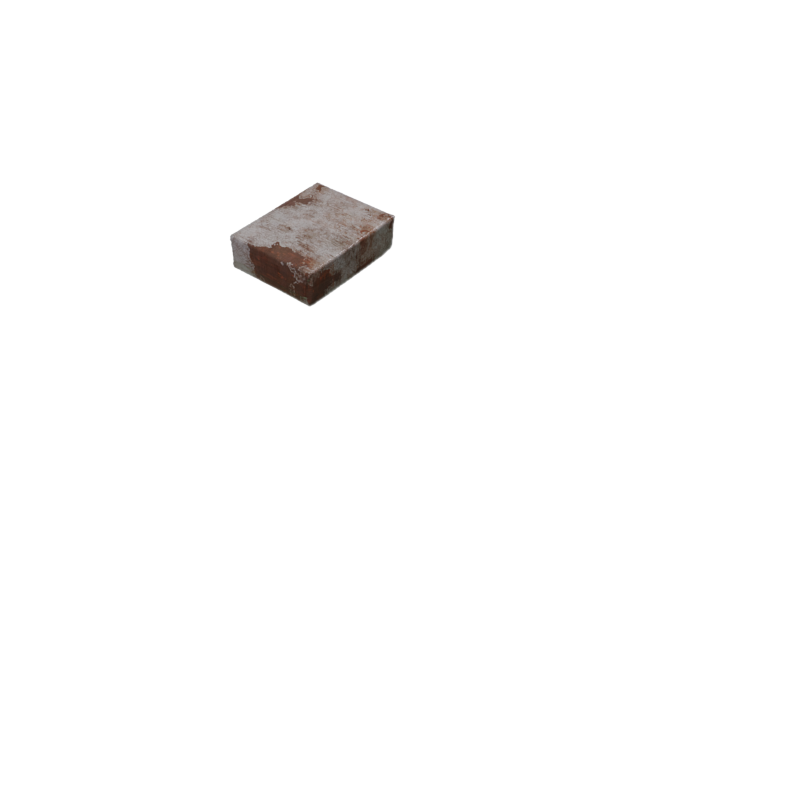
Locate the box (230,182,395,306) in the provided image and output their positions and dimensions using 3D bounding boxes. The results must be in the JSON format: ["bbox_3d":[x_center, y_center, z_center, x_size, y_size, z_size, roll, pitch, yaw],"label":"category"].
[{"bbox_3d":[-0.073,-0.134,0.937,0.095,0.036,0.114,27,46,30],"label":"box"}]
